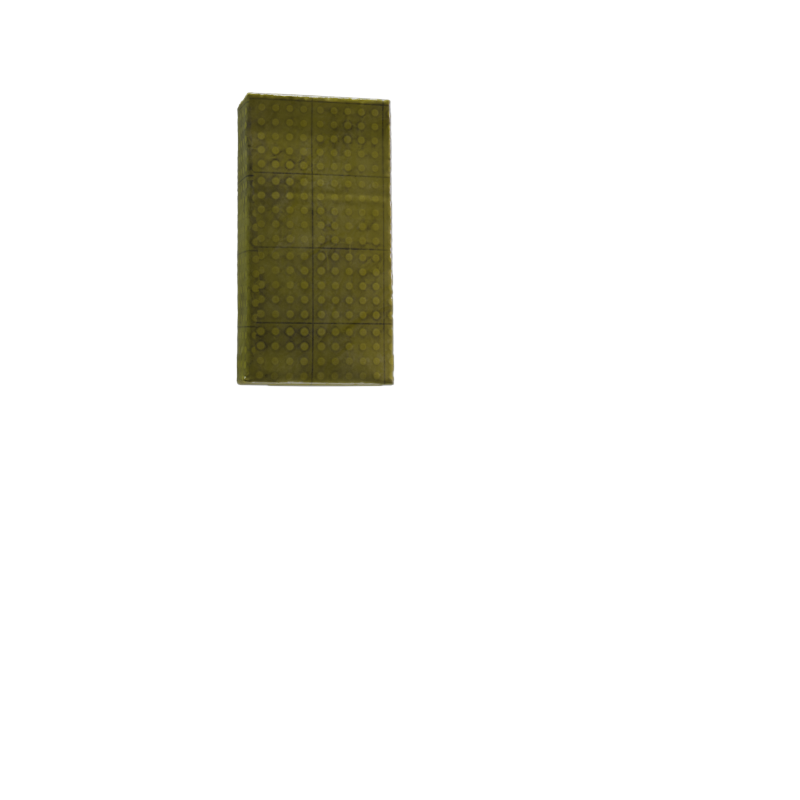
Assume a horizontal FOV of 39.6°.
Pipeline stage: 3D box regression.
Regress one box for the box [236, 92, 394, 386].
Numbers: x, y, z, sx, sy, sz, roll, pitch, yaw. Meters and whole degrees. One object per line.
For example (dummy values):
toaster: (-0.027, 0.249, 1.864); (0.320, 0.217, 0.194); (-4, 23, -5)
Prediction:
box: (-0.053, -0.097, 0.682); (0.092, 0.180, 0.048); (1, -8, -14)
